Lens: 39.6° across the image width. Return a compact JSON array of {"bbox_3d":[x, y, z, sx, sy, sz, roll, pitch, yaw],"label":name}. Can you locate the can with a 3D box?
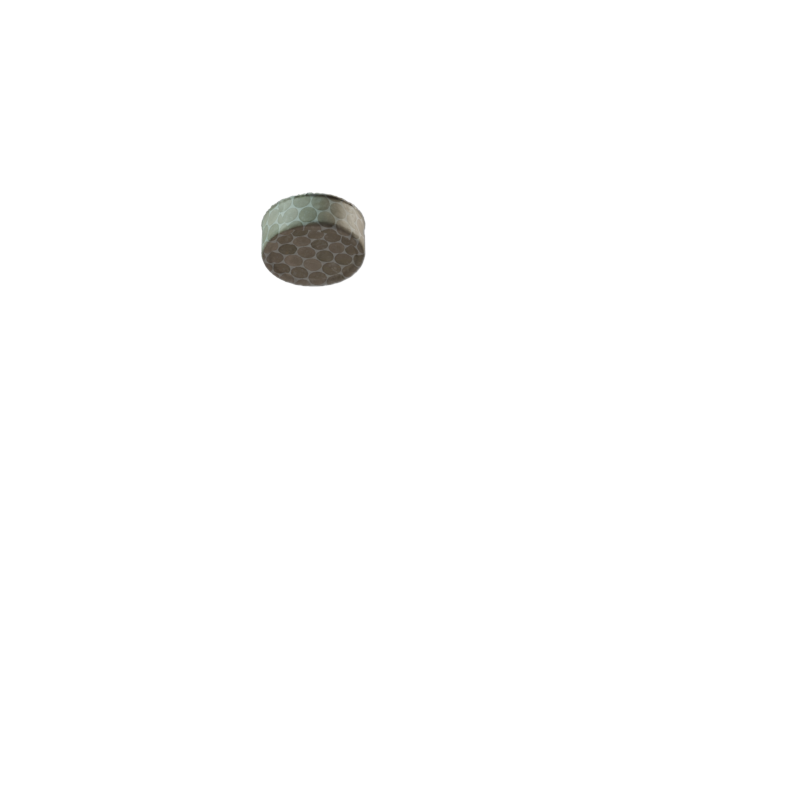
[{"bbox_3d":[-0.071,-0.129,0.903,0.086,0.036,0.080,1,-32,-2],"label":"can"}]
